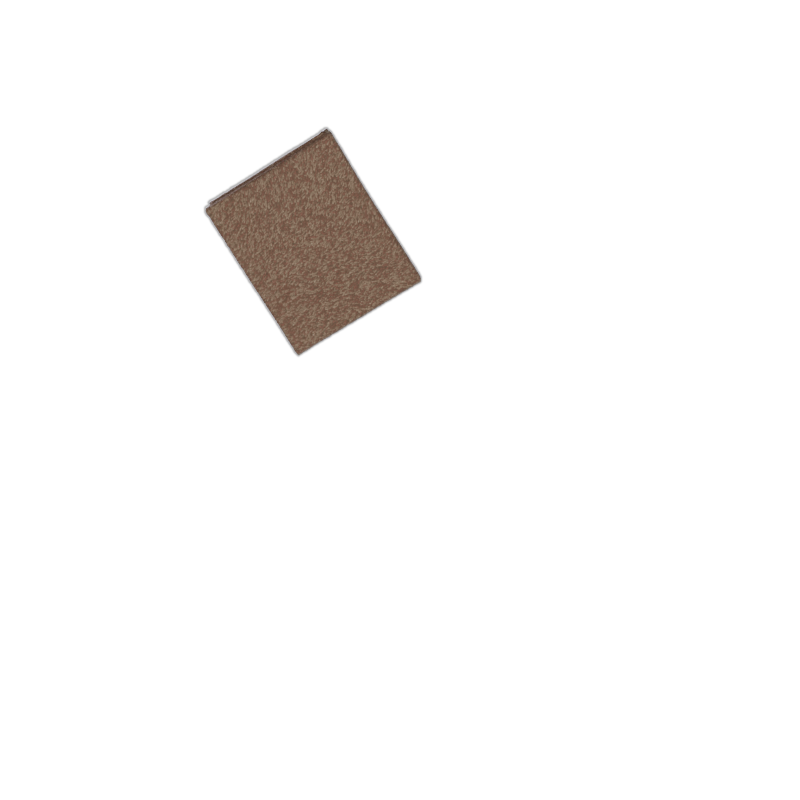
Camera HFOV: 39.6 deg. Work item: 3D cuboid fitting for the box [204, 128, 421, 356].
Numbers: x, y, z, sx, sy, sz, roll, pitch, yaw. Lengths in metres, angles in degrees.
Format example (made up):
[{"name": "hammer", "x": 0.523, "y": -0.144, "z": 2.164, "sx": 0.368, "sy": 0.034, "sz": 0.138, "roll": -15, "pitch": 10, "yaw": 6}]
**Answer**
[{"name": "box", "x": -0.043, "y": -0.079, "z": 0.553, "sx": 0.073, "sy": 0.088, "sz": 0.031, "roll": -32, "pitch": 8, "yaw": 4}]
